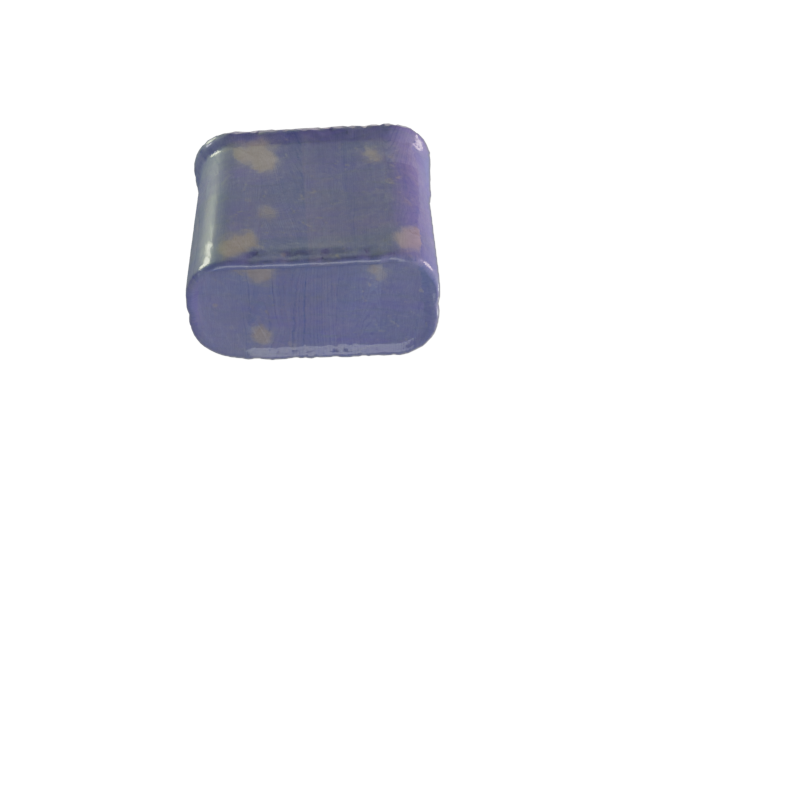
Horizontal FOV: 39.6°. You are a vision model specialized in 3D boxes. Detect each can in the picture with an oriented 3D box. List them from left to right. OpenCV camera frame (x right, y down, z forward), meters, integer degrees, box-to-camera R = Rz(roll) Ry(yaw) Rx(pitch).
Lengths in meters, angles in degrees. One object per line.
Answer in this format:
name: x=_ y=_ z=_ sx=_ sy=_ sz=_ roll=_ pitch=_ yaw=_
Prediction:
can: x=-0.035 y=-0.064 z=0.451 sx=0.102 sy=0.053 sz=0.090 roll=-3 pitch=44 yaw=1
